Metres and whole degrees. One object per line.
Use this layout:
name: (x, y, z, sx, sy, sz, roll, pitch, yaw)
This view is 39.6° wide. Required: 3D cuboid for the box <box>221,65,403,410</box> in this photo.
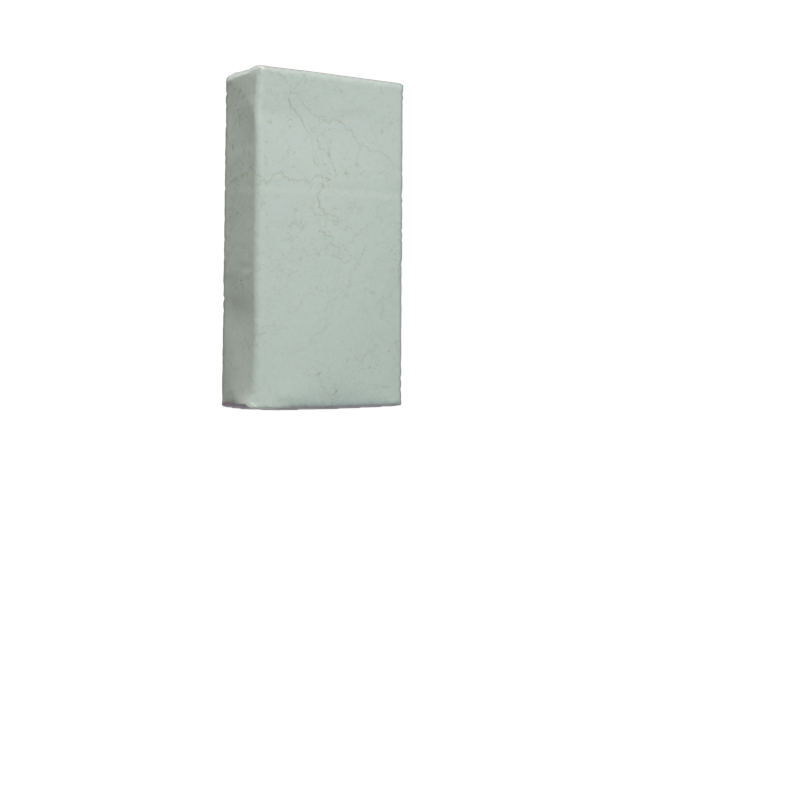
box: (-0.046, -0.085, 0.593, 0.090, 0.178, 0.049, 2, -5, -33)
